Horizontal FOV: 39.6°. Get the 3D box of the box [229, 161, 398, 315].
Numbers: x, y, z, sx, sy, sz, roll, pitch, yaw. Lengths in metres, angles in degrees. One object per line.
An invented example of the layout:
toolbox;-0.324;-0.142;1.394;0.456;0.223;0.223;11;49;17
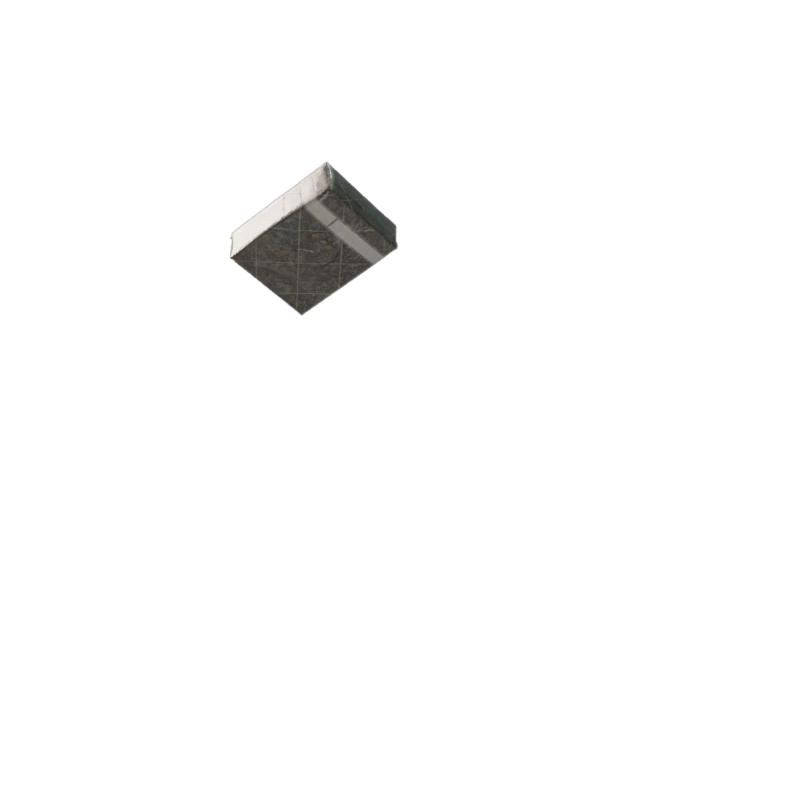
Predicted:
box;-0.072;-0.132;0.925;0.113;0.042;0.084;-31;-53;26
